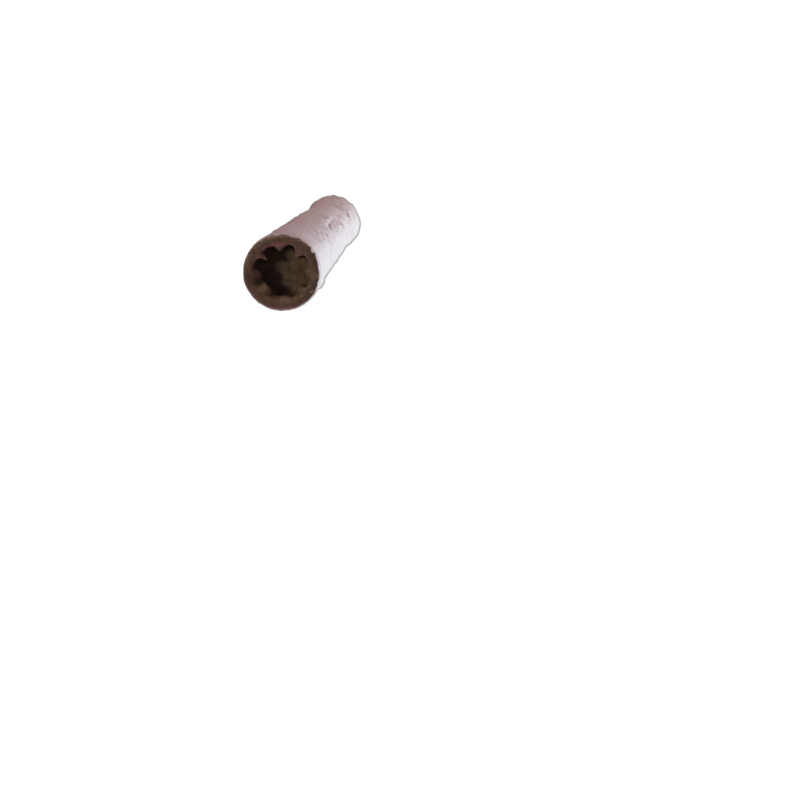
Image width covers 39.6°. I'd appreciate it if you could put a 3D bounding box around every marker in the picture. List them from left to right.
[{"bbox_3d":[-0.025,-0.046,0.321,0.020,0.019,0.123,0,15,3],"label":"marker"}]
